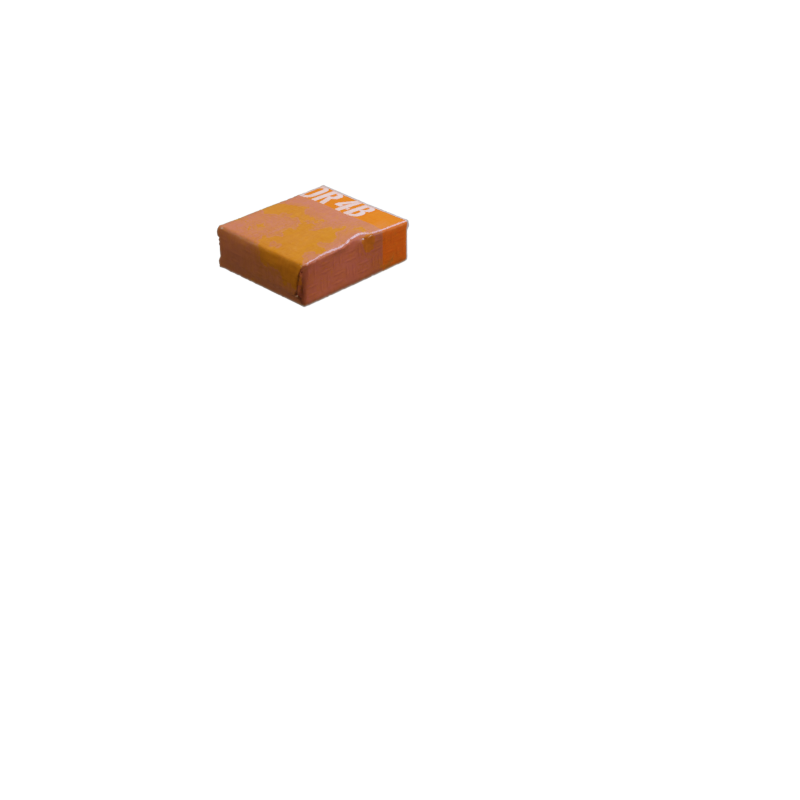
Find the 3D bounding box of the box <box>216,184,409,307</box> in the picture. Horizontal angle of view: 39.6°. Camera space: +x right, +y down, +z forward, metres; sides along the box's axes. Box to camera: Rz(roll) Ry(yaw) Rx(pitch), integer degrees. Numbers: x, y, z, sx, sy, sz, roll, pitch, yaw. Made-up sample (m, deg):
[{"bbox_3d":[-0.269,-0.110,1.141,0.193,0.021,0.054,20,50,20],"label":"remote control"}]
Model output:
[{"bbox_3d":[-0.051,-0.093,0.649,0.078,0.028,0.089,27,41,37],"label":"box"}]
